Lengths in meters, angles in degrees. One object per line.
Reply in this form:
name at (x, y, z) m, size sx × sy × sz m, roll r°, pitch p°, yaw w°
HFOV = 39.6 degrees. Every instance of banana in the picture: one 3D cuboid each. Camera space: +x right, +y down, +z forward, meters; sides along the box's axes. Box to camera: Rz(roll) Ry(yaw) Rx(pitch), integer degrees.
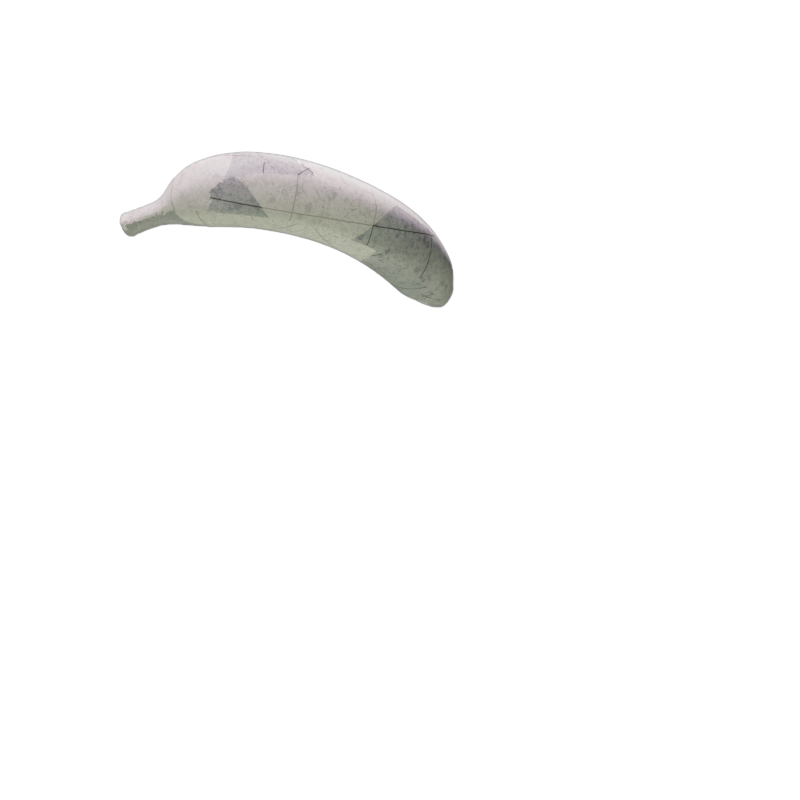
banana at (-0.037, -0.088, 0.559) m, size 0.188 × 0.039 × 0.069 m, roll 12°, pitch -24°, yaw -31°
